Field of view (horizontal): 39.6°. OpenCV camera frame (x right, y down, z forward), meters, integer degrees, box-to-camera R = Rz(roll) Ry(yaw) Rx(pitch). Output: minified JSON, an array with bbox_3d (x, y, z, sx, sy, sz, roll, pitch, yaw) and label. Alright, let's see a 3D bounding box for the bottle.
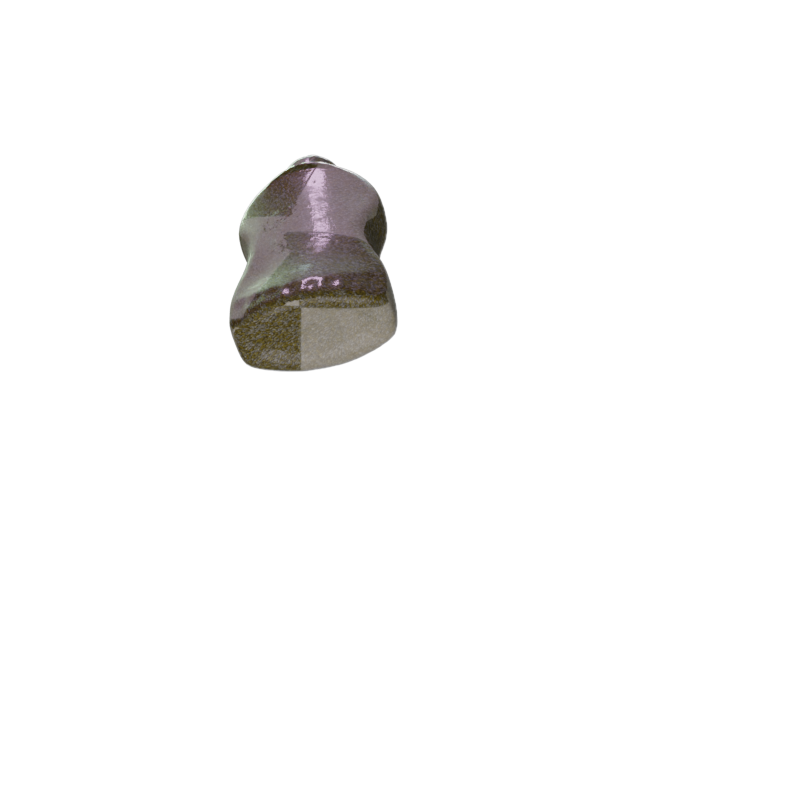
[{"bbox_3d":[-0.056,-0.102,0.712,0.096,0.054,0.205,-14,39,7],"label":"bottle"}]
